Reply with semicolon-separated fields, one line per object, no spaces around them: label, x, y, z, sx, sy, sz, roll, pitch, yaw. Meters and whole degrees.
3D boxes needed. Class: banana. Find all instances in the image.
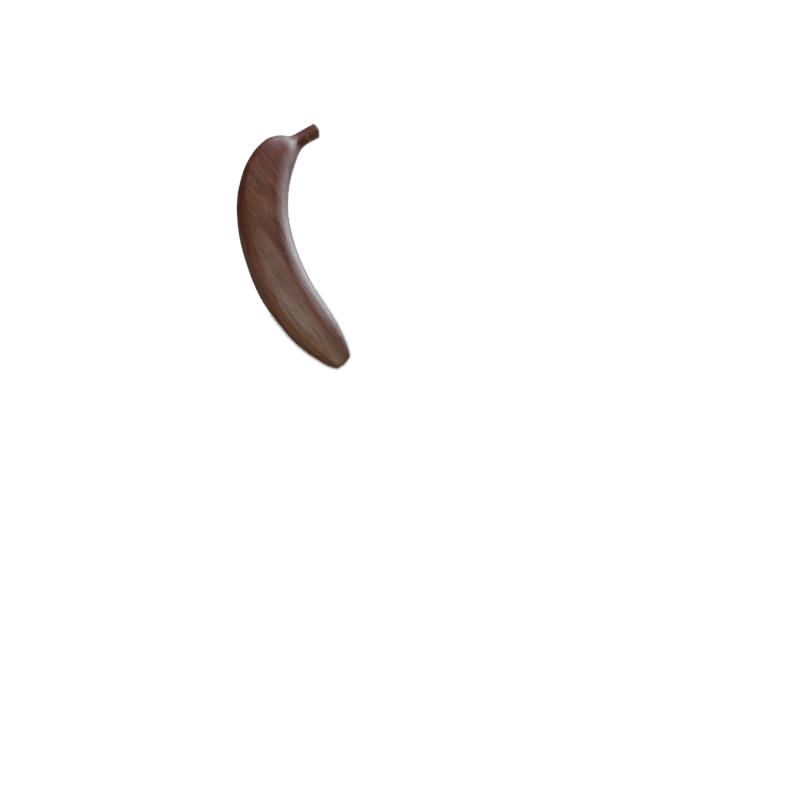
banana;-0.081;-0.116;0.801;0.069;0.209;0.035;-7;-22;-4
